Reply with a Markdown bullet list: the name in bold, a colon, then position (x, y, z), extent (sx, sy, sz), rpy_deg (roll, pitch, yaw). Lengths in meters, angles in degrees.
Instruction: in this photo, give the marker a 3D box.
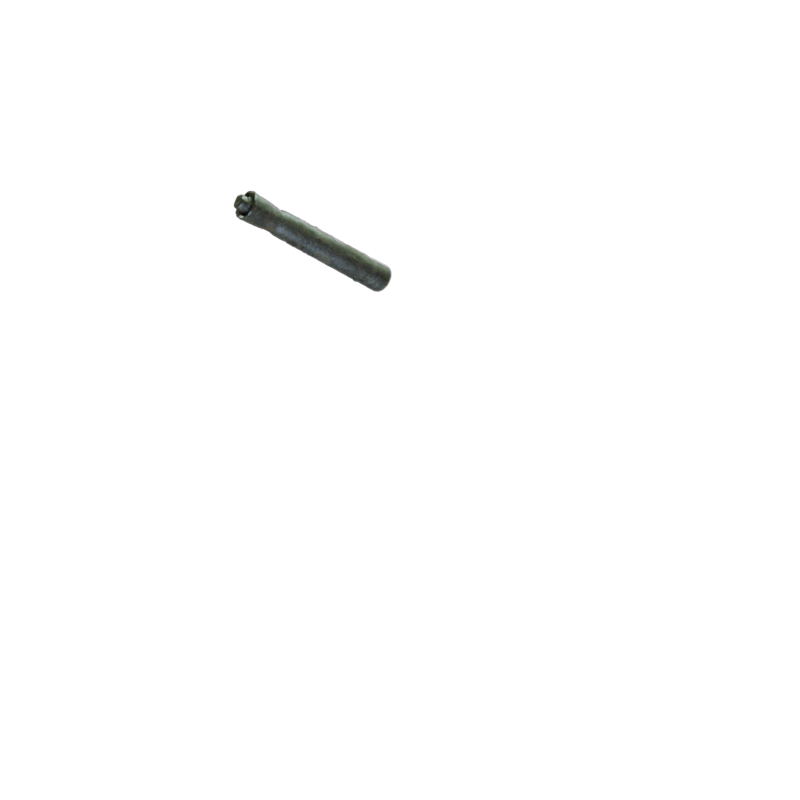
- **marker**: position (-0.054, -0.098, 0.689), extent (0.114, 0.020, 0.021), rpy_deg (25, -12, -35)
